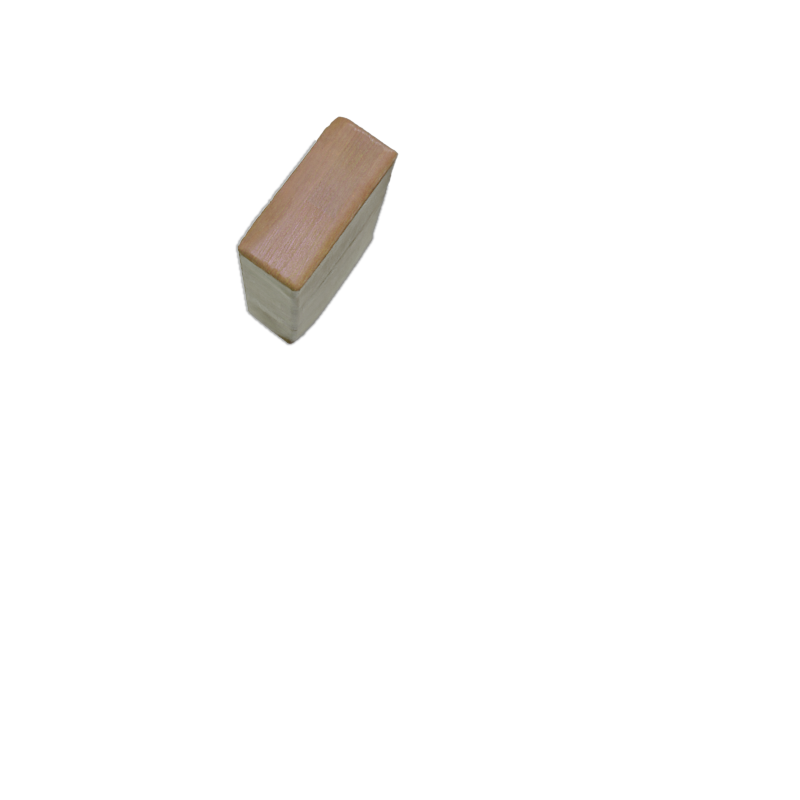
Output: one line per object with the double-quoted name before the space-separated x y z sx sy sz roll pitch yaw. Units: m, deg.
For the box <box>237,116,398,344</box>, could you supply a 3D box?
"box" -0.051 -0.092 0.645 0.049 0.095 0.171 35 -10 2
